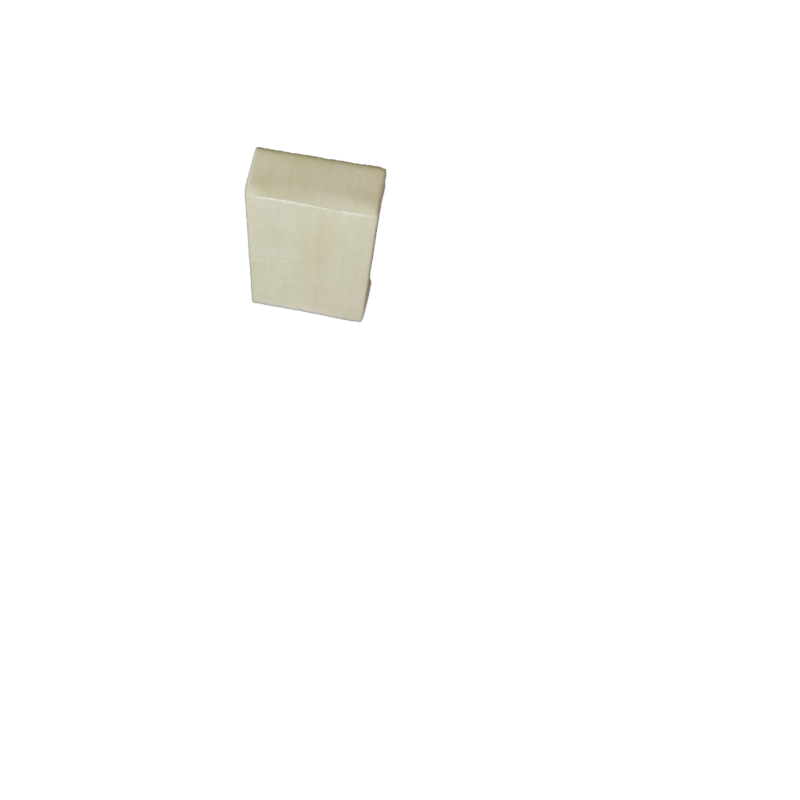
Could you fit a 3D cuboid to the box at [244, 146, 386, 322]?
[{"bbox_3d":[-0.064,-0.116,0.813,0.094,0.050,0.168,11,-19,0],"label":"box"}]
